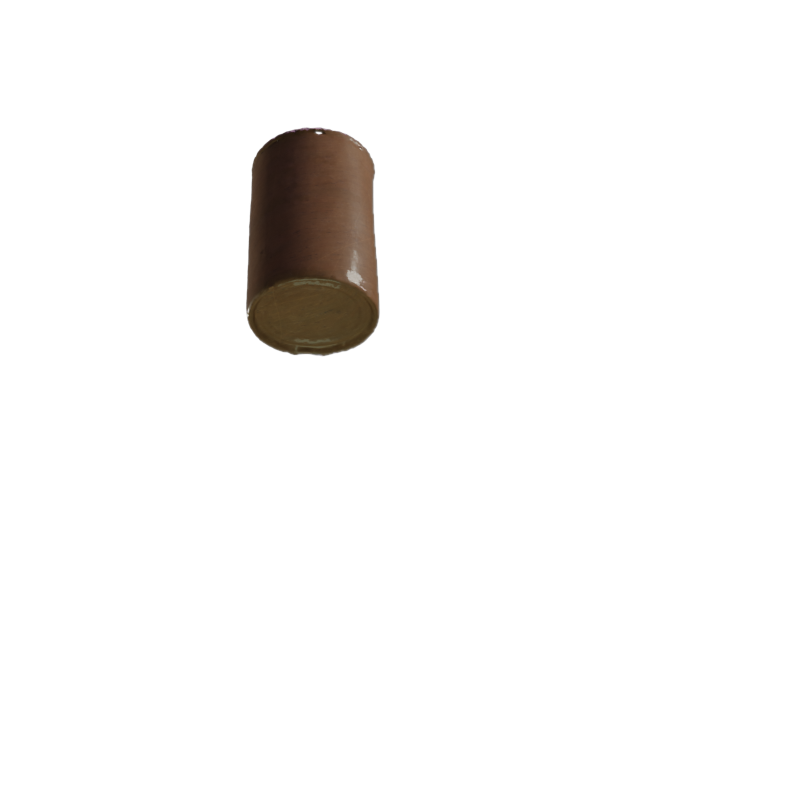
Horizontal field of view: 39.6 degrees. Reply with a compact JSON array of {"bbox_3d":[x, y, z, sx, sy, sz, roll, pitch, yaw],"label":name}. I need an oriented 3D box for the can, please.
[{"bbox_3d":[-0.045,-0.082,0.578,0.068,0.110,0.064,-1,-37,-3],"label":"can"}]
